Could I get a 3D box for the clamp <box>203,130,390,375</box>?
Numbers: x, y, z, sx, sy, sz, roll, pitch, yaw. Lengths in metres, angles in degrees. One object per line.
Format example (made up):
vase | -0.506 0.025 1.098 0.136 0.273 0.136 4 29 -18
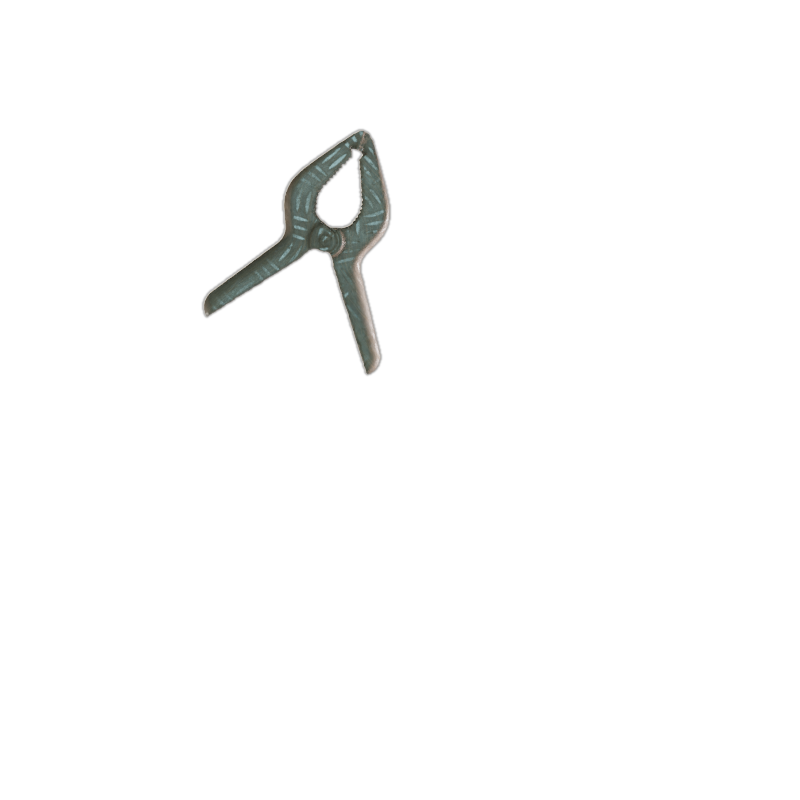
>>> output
clamp | -0.077 -0.140 0.978 0.164 0.208 0.037 13 6 -2
